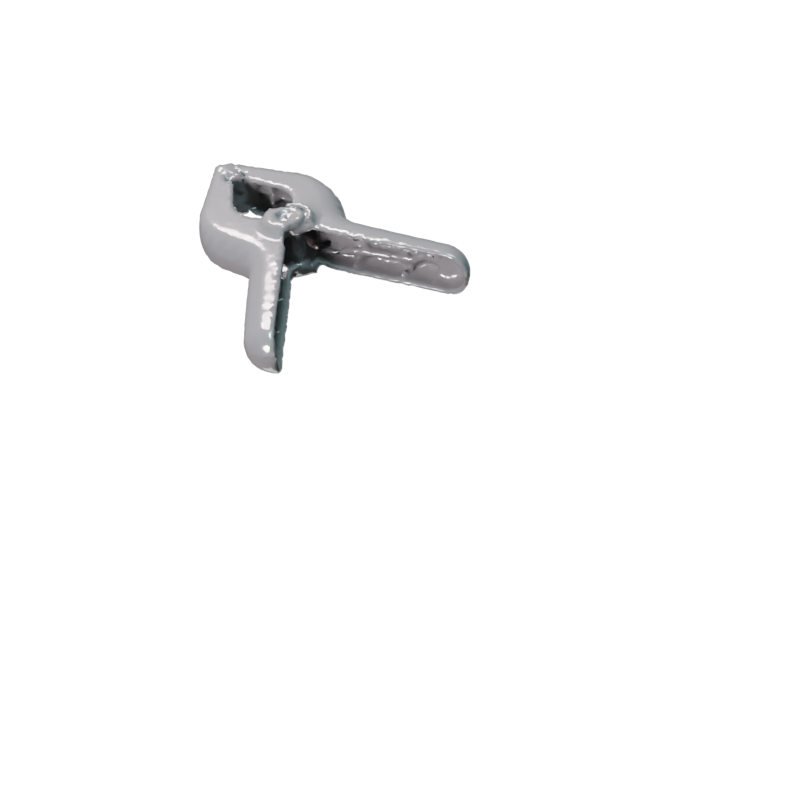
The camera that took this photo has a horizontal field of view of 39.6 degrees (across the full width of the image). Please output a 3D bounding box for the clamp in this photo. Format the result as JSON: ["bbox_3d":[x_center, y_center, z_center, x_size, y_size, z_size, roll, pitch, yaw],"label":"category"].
[{"bbox_3d":[-0.046,-0.083,0.584,0.118,0.037,0.186,-14,41,-18],"label":"clamp"}]
